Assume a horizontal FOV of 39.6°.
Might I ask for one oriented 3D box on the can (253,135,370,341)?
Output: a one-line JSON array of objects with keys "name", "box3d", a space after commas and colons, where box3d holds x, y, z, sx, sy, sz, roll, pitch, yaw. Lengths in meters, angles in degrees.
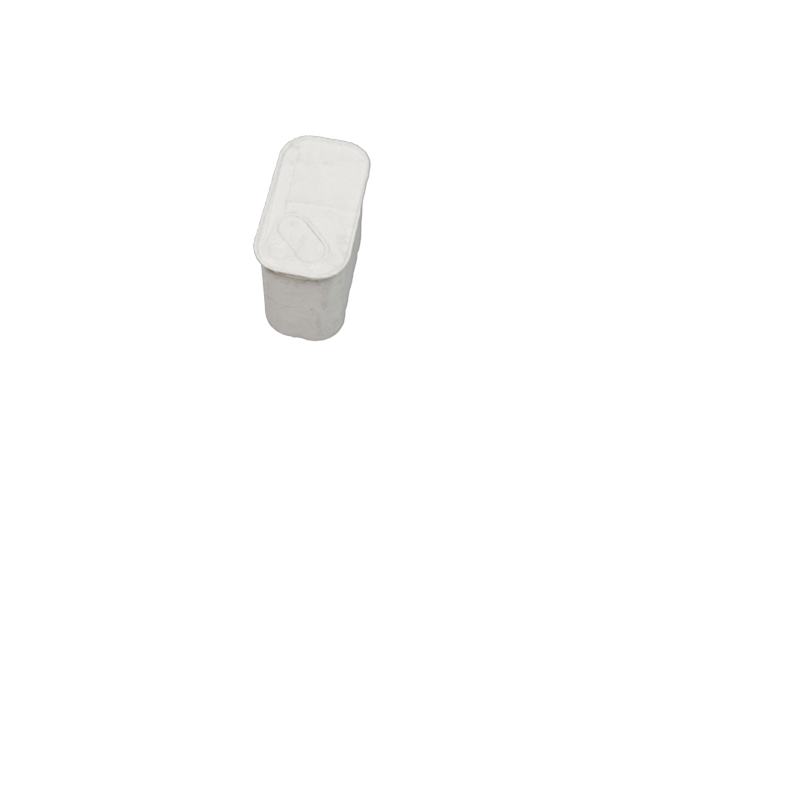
[{"name": "can", "box3d": [-0.054, -0.099, 0.695, 0.058, 0.108, 0.079, 10, -30, 3]}]
